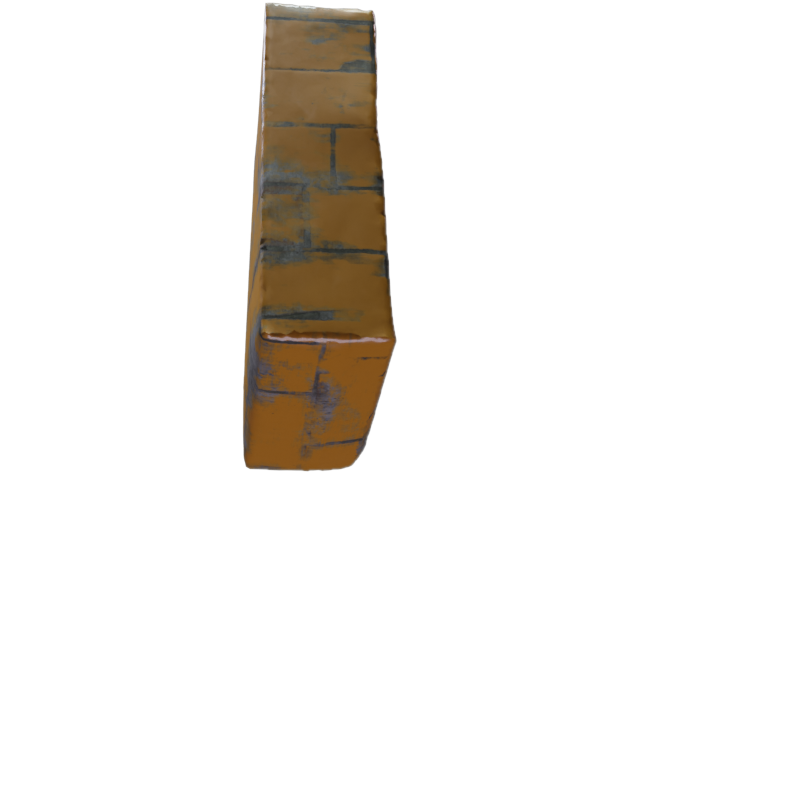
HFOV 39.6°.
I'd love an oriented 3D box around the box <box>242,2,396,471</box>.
[{"bbox_3d":[-0.049,-0.089,0.626,0.071,0.228,0.155,3,-30,-8],"label":"box"}]
